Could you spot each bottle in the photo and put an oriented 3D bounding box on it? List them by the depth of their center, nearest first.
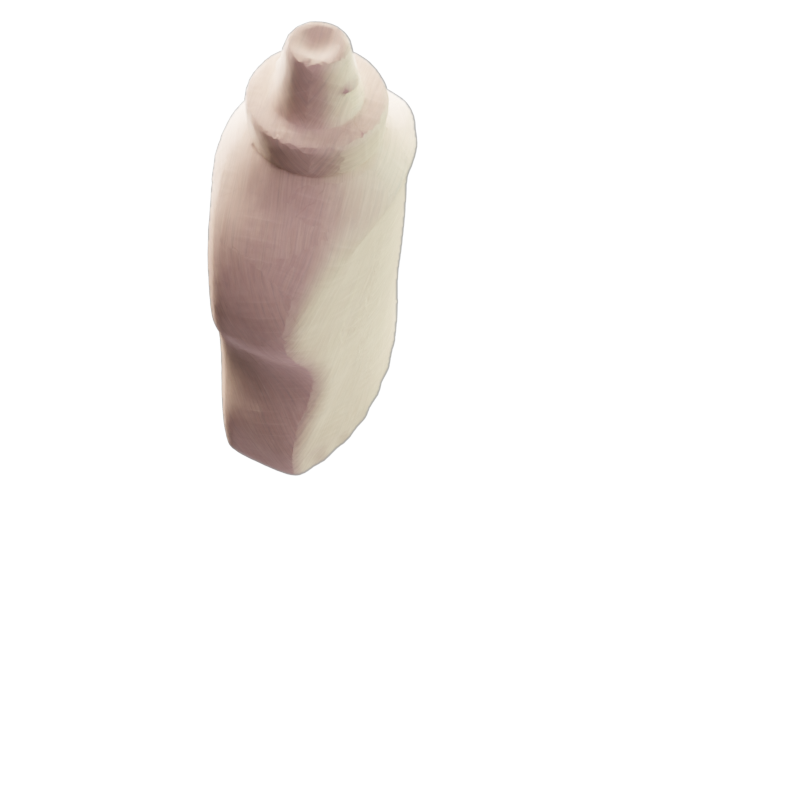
[{"bbox_3d":[-0.029,-0.053,0.374,0.060,0.099,0.180,24,-27,9],"label":"bottle"}]
